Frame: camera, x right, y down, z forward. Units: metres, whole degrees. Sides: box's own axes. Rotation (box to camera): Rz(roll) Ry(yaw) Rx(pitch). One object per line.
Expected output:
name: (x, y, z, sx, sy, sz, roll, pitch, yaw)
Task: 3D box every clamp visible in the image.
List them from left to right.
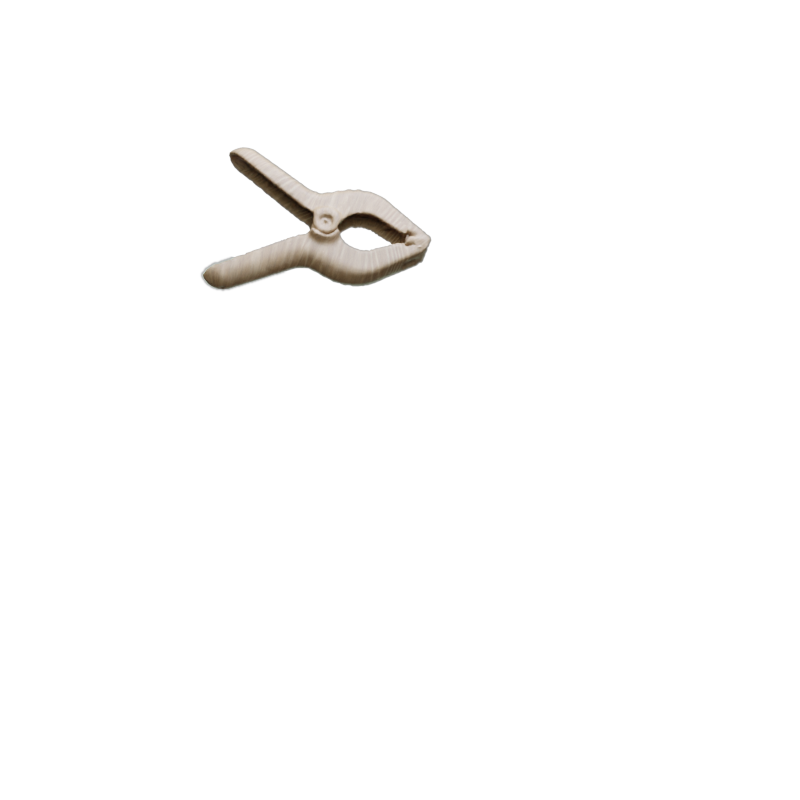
clamp: (-0.066, -0.121, 0.848, 0.173, 0.124, 0.037, 16, -19, 6)
